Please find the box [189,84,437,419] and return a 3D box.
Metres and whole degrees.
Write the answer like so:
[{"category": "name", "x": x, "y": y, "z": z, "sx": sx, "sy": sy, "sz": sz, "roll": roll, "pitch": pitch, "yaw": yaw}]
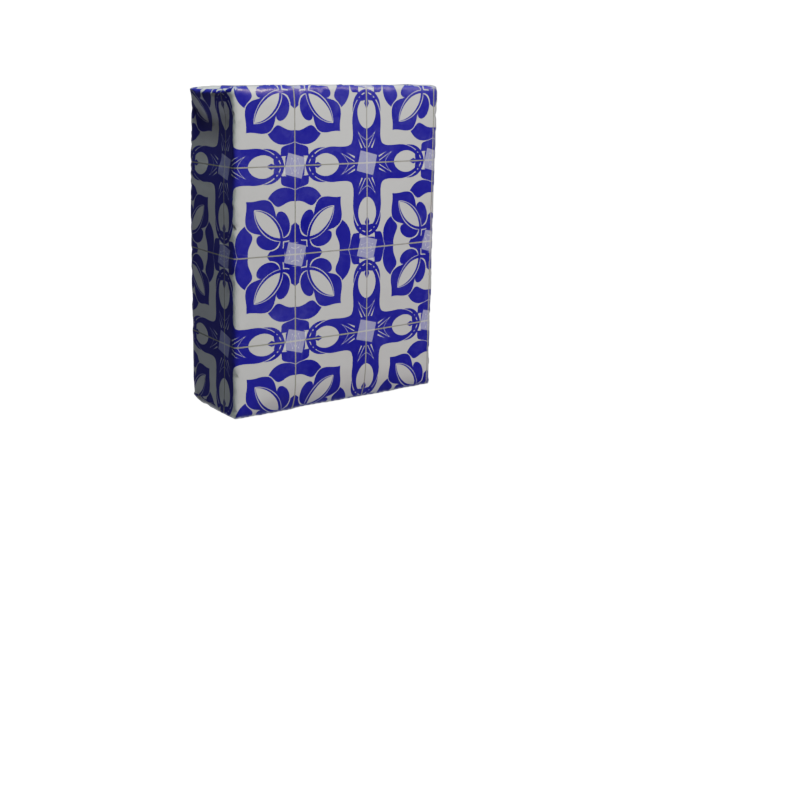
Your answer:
[{"category": "box", "x": -0.060, "y": -0.109, "z": 0.761, "sx": 0.159, "sy": 0.209, "sz": 0.076, "roll": -8, "pitch": 12, "yaw": -35}]
